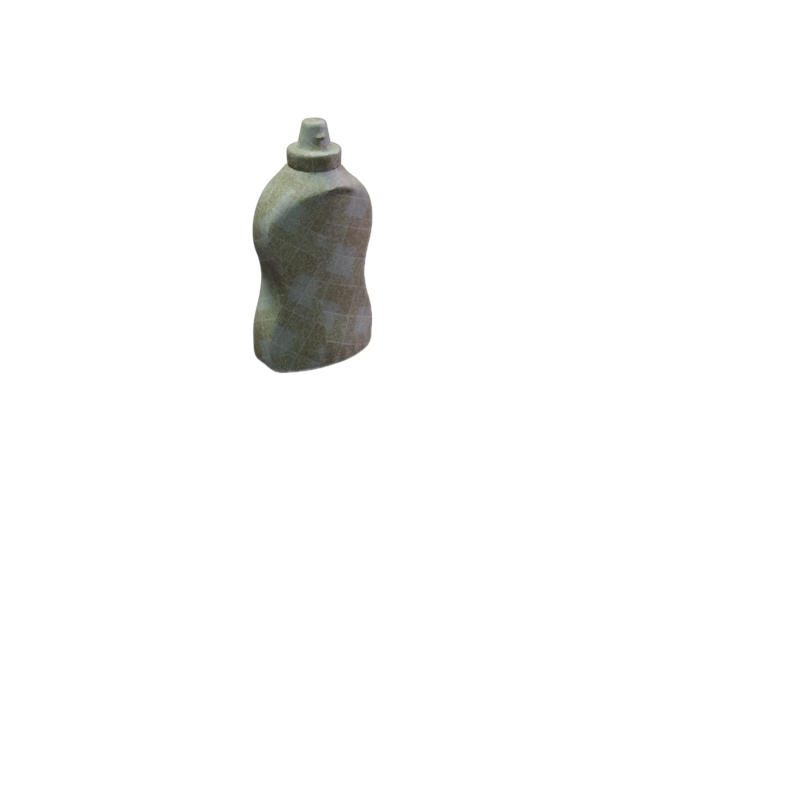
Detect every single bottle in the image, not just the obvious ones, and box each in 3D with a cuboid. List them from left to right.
[{"bbox_3d":[-0.066,-0.120,0.844,0.094,0.182,0.062,-13,28,-30],"label":"bottle"}]
